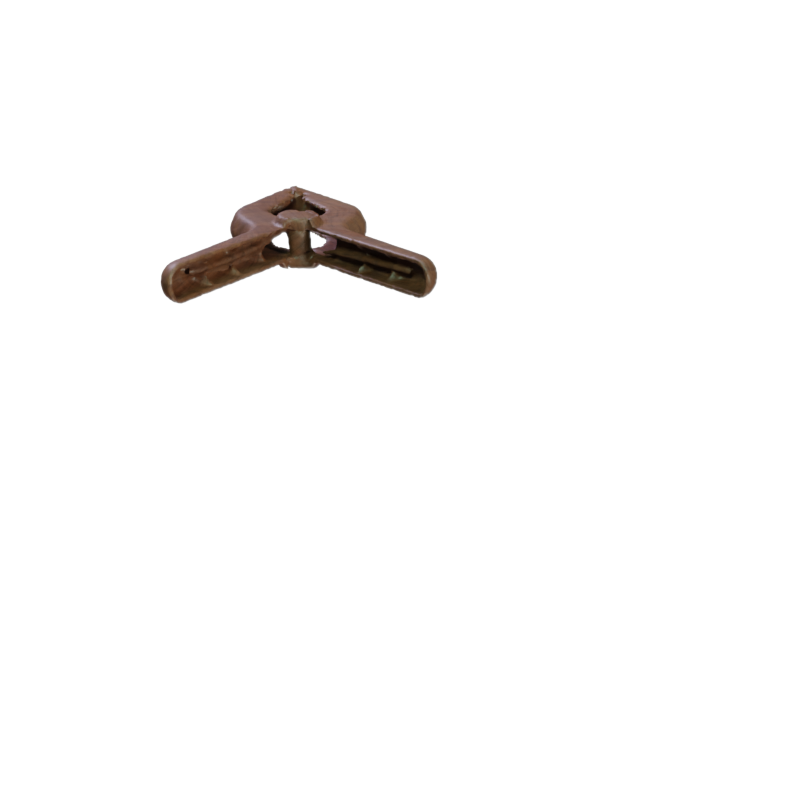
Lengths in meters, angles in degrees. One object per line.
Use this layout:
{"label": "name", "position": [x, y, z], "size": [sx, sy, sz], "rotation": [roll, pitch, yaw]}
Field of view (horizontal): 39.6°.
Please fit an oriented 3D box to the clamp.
{"label": "clamp", "position": [-0.058, -0.106, 0.745], "size": [0.165, 0.035, 0.218], "rotation": [1, 23, 3]}
